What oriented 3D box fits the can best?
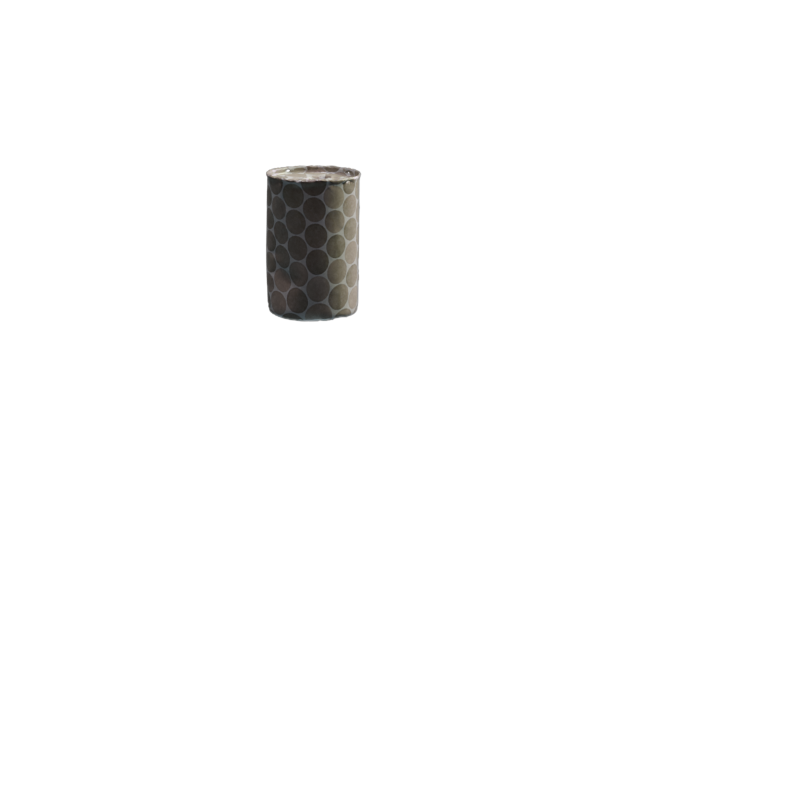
[{"bbox_3d":[-0.063,-0.114,0.800,0.068,0.099,0.071,0,15,-2],"label":"can"}]
